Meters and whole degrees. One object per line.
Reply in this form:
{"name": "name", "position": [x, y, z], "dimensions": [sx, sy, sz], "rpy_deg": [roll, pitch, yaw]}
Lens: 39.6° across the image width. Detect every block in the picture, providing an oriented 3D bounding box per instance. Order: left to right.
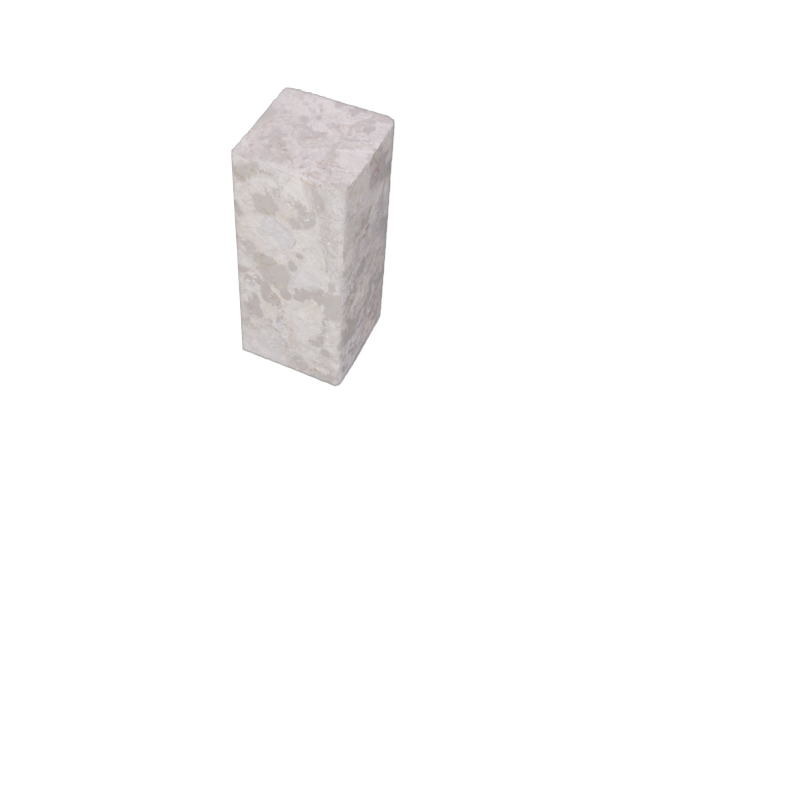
{"name": "block", "position": [-0.066, -0.121, 0.844], "dimensions": [0.094, 0.192, 0.094], "rpy_deg": [20, 50, 14]}
